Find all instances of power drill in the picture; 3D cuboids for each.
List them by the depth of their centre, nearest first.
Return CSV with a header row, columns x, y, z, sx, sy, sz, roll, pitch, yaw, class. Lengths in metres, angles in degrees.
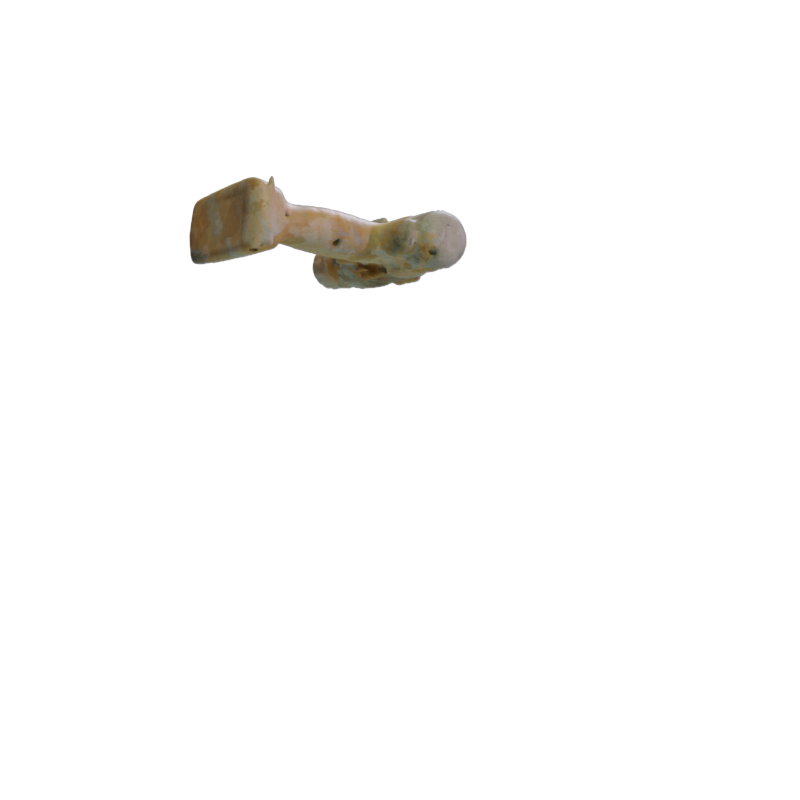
x,y,z,sx,sy,sz,roll,pitch,yaw,class
-0.070,-0.127,0.888,0.180,0.059,0.188,4,-7,-35,power drill
